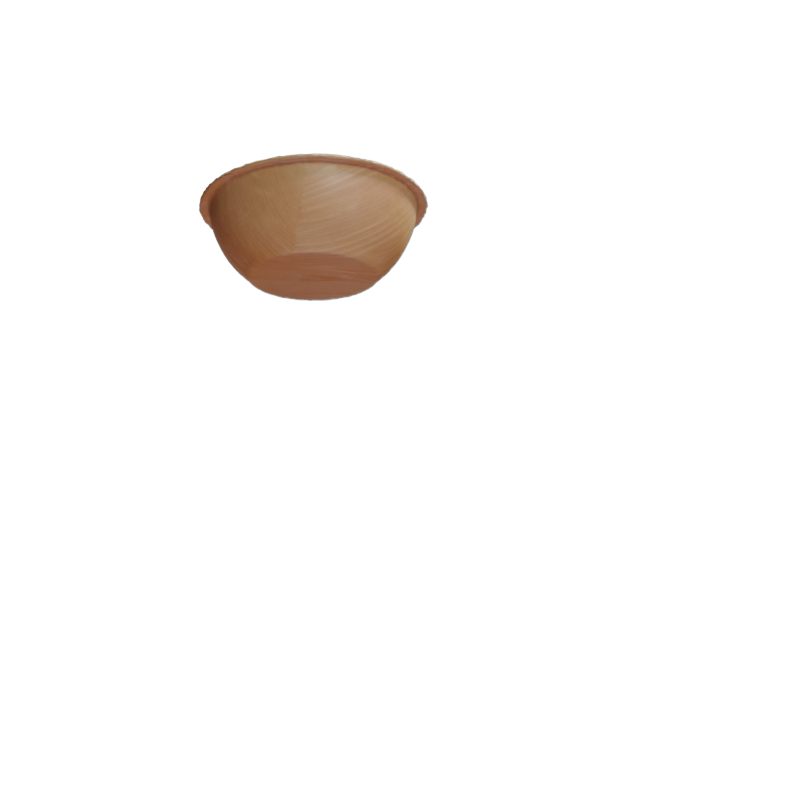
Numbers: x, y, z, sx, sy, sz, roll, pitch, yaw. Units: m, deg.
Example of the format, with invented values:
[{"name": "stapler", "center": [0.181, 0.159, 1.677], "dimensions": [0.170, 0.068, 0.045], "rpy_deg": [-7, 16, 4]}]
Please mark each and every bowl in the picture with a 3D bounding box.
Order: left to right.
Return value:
[{"name": "bowl", "center": [-0.061, -0.111, 0.776], "dimensions": [0.162, 0.058, 0.155], "rpy_deg": [0, -17, -2]}]
